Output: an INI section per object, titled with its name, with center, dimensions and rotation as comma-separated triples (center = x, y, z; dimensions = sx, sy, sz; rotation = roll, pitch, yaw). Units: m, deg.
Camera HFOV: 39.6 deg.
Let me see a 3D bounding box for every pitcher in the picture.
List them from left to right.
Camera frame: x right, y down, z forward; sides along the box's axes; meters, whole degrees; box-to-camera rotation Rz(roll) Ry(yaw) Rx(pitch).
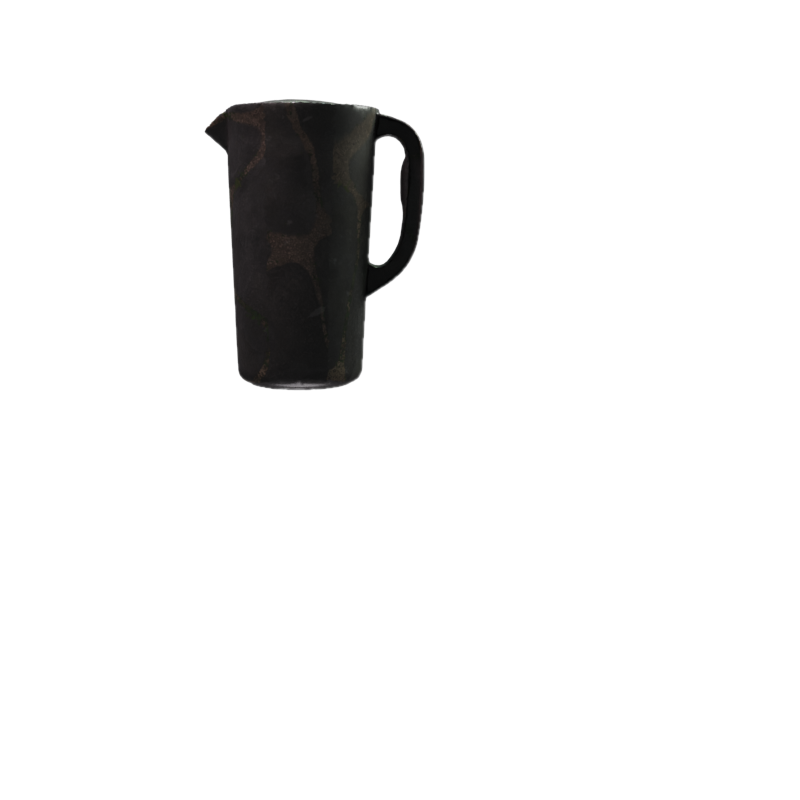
[pitcher]
center = -0.075, -0.136, 0.955
dimensions = 0.156, 0.241, 0.140
rotation = 5, 6, 45
